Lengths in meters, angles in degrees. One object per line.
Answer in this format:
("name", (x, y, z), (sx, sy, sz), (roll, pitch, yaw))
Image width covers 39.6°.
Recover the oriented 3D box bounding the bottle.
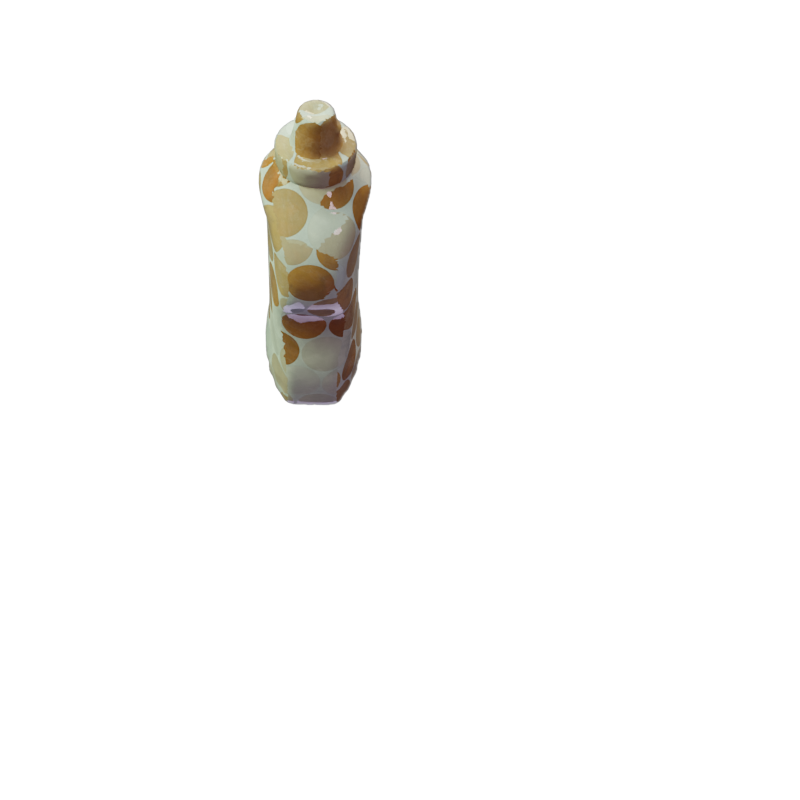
("bottle", (-0.047, -0.086, 0.603), (0.058, 0.103, 0.179), (2, -37, -2))
